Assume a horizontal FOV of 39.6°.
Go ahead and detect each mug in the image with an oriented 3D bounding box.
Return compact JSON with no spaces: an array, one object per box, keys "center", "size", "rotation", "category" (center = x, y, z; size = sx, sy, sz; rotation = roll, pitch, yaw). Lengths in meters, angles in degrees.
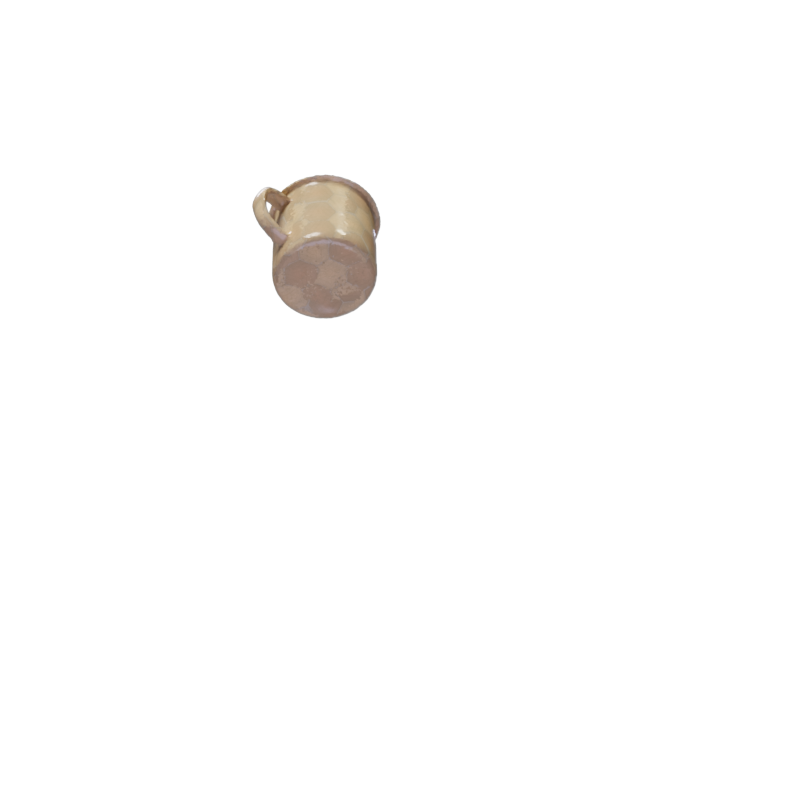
[{"center":[-0.069,-0.125,0.878],"size":[0.111,0.087,0.092],"rotation":[37,-62,-26],"category":"mug"}]
